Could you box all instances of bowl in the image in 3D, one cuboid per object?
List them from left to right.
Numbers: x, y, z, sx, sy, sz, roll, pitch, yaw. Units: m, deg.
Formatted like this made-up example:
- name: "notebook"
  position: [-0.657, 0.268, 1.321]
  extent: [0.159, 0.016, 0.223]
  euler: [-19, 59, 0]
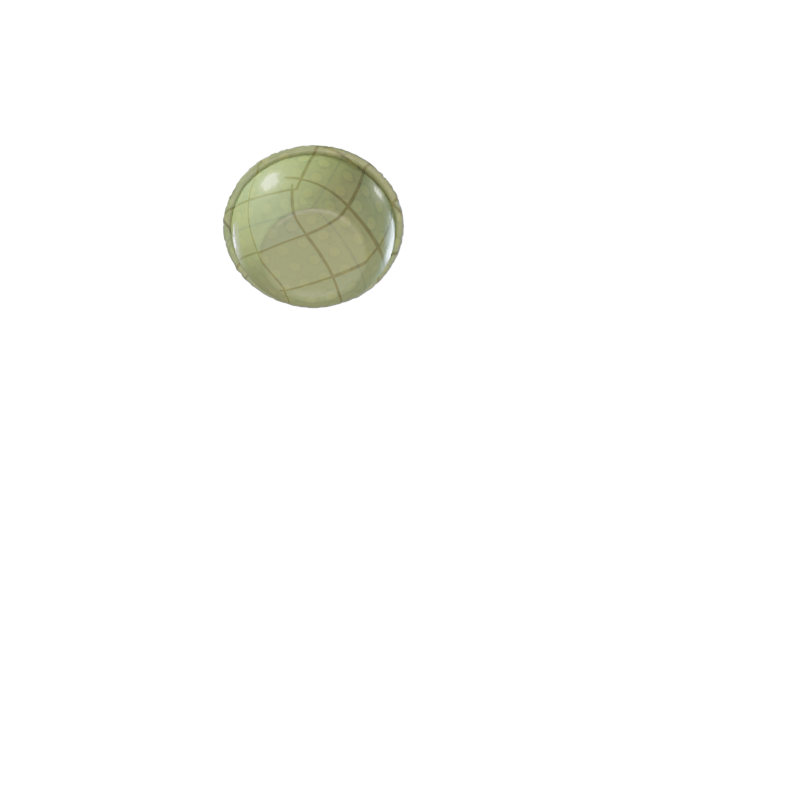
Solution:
- name: "bowl"
  position: [-0.076, -0.138, 0.970]
  extent: [0.162, 0.153, 0.058]
  euler: [1, 29, -1]
